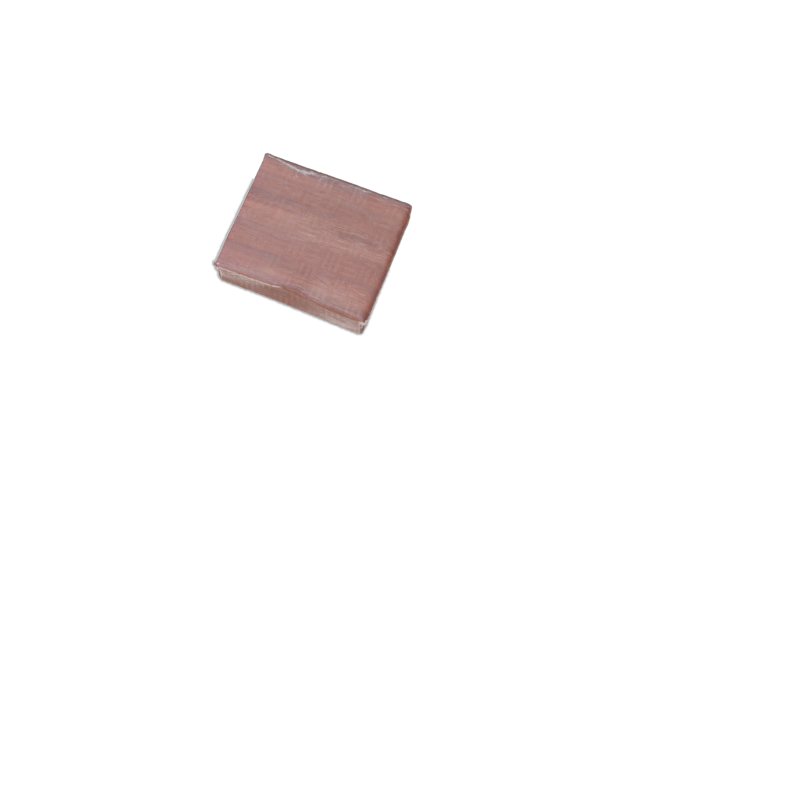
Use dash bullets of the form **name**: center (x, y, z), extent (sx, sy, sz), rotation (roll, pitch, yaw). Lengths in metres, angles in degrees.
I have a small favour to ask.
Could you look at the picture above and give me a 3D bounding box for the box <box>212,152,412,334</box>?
- **box**: center (-0.048, -0.087, 0.611), extent (0.091, 0.075, 0.029), rotation (21, -18, 7)
